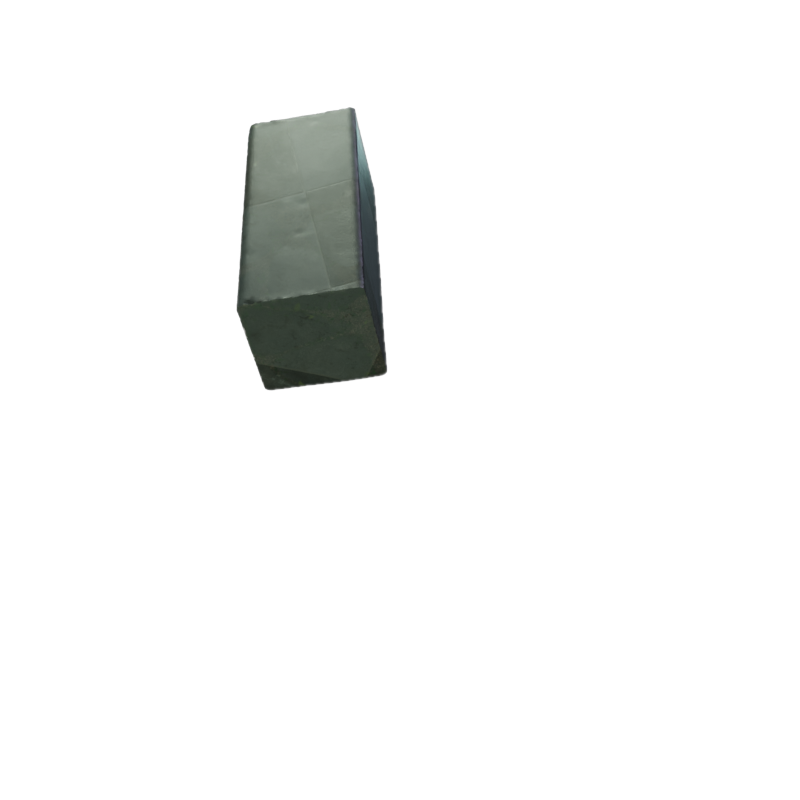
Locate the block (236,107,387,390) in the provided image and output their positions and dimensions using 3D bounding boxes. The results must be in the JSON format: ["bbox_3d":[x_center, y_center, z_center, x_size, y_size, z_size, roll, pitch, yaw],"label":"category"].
[{"bbox_3d":[-0.066,-0.119,0.832,0.091,0.221,0.084,-9,-44,6],"label":"block"}]
